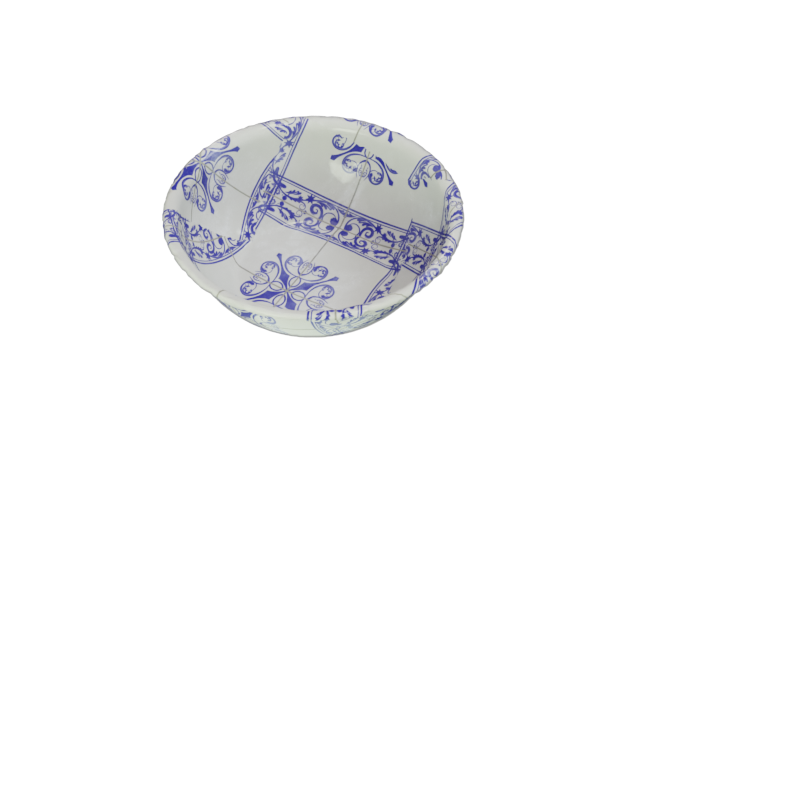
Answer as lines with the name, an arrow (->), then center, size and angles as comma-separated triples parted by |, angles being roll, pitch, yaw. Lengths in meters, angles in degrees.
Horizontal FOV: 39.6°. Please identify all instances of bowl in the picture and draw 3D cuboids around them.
bowl -> -0.048, -0.087, 0.611 | 0.162, 0.174, 0.051 | -1, -42, -1
